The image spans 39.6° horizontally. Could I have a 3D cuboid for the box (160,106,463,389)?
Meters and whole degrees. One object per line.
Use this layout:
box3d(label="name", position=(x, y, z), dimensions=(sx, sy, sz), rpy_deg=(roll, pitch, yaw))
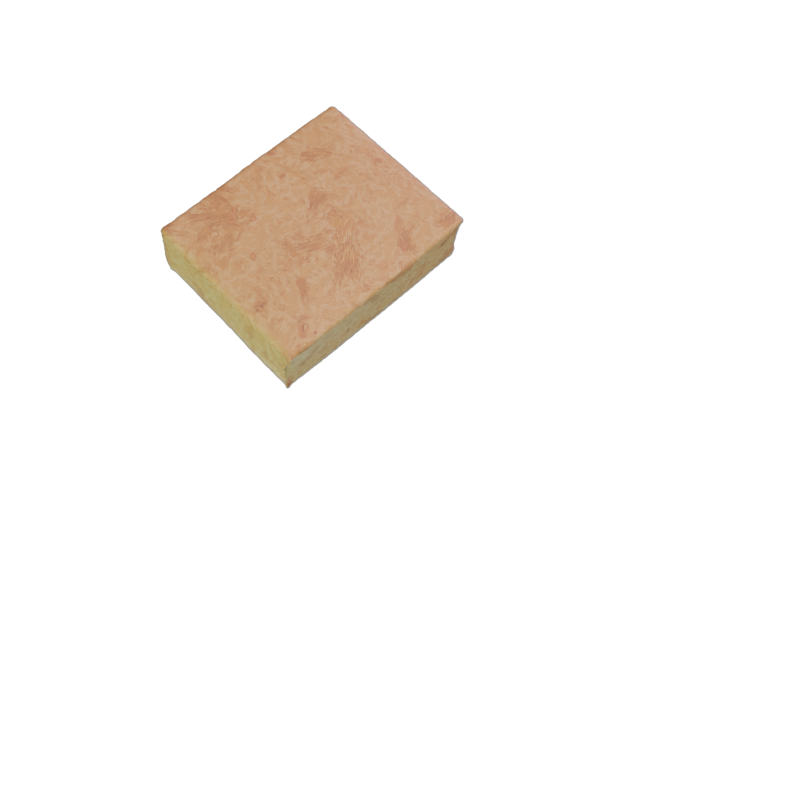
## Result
box3d(label="box", position=(-0.041, -0.075, 0.524), dimensions=(0.115, 0.094, 0.037), rpy_deg=(-41, -20, -19))
